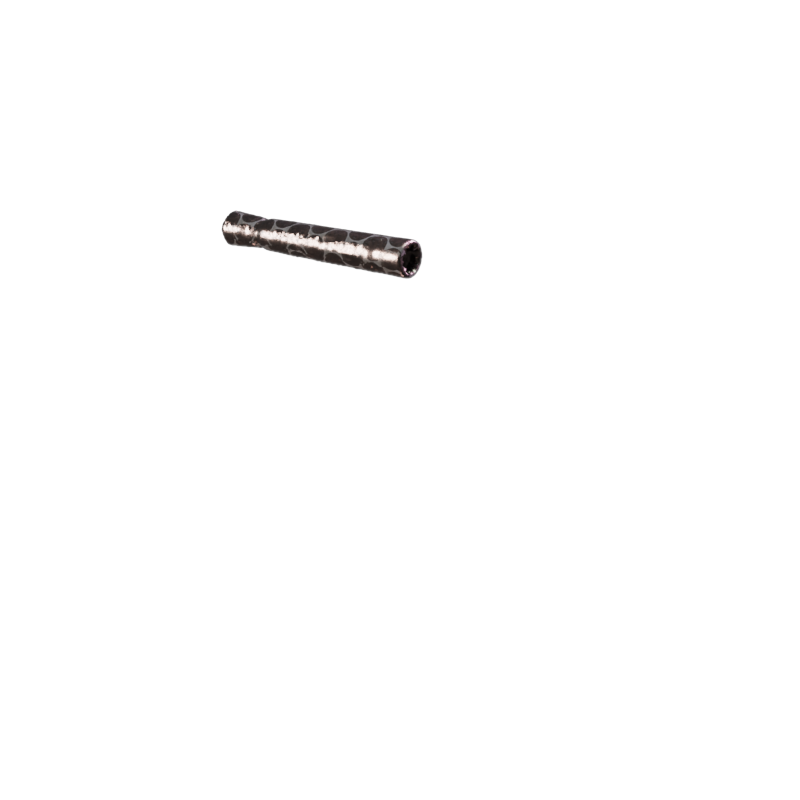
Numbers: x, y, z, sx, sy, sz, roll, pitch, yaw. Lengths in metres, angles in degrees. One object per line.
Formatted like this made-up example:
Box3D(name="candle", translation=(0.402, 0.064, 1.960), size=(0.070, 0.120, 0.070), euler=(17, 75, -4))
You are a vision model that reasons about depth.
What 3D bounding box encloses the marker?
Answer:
Box3D(name="marker", translation=(-0.044, -0.080, 0.558), size=(0.127, 0.019, 0.019), euler=(15, 12, 37))
